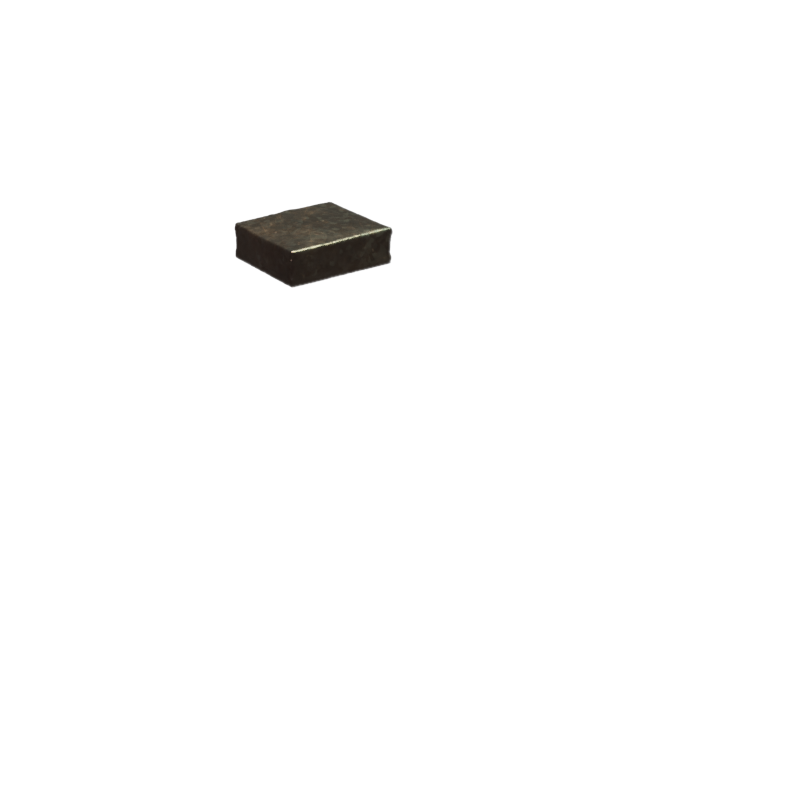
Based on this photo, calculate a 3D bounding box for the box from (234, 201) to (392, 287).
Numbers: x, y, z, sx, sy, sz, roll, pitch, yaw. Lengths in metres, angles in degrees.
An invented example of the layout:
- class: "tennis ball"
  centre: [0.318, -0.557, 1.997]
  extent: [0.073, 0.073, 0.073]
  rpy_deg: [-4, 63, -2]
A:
- class: "box"
  centre: [-0.062, -0.113, 0.790]
  extent: [0.088, 0.029, 0.078]
  rpy_deg: [-19, 32, -33]
